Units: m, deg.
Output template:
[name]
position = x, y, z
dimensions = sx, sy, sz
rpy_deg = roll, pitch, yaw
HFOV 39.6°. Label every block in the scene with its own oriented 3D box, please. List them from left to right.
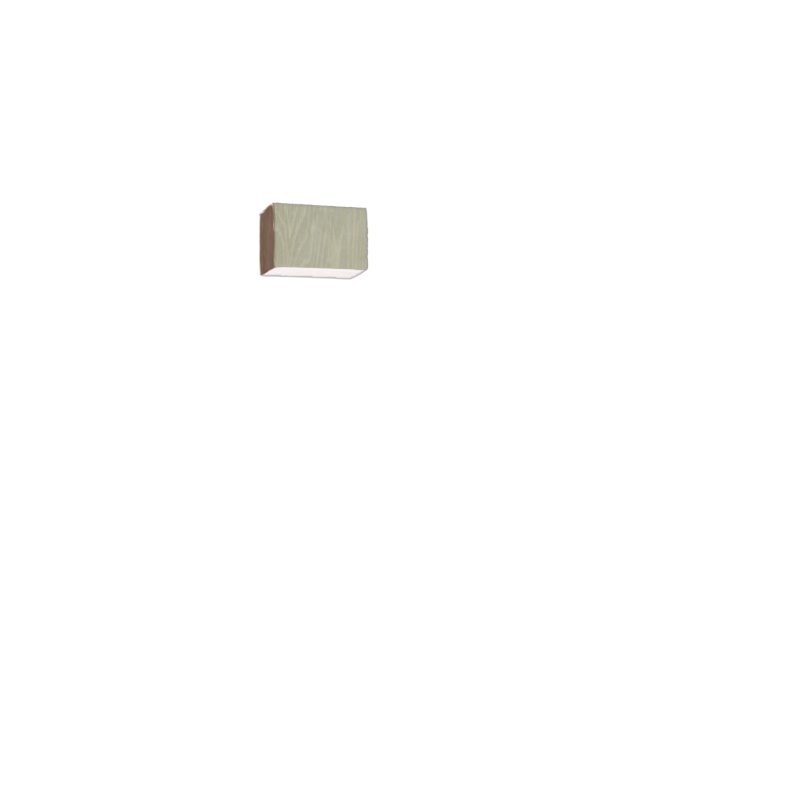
[block]
position = -0.069, -0.125, 0.876
dimensions = 0.076, 0.052, 0.053
rpy_deg = 1, -6, -17
